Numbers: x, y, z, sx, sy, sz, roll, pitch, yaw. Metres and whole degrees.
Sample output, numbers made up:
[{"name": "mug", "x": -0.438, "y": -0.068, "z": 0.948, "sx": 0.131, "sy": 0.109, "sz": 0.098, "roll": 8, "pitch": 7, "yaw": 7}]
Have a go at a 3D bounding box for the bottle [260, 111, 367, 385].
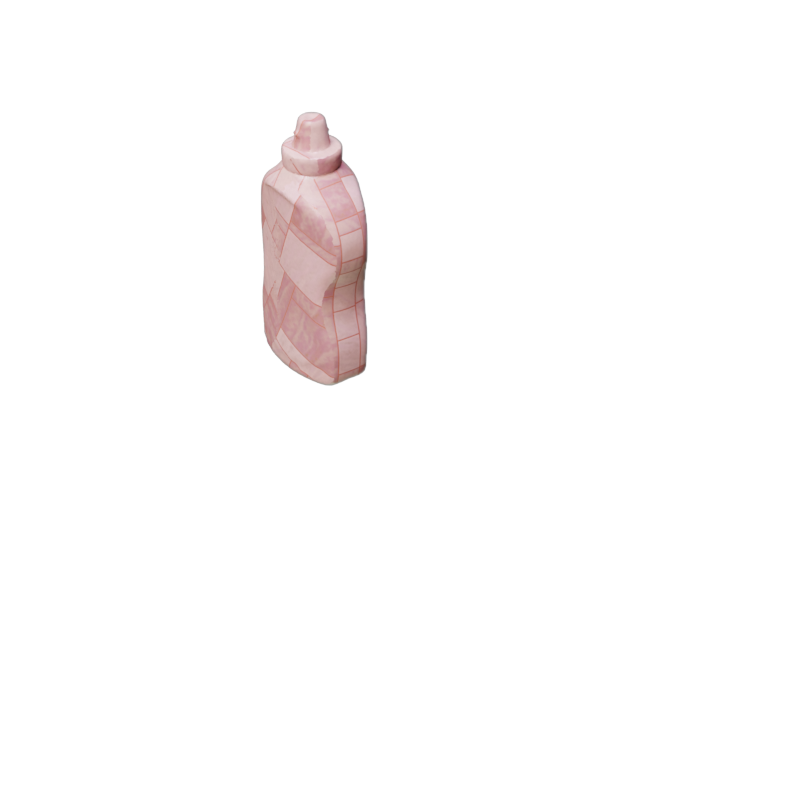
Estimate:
[{"name": "bottle", "x": -0.061, "y": -0.110, "z": 0.773, "sx": 0.058, "sy": 0.180, "sz": 0.104, "roll": -18, "pitch": 39, "yaw": -28}]
